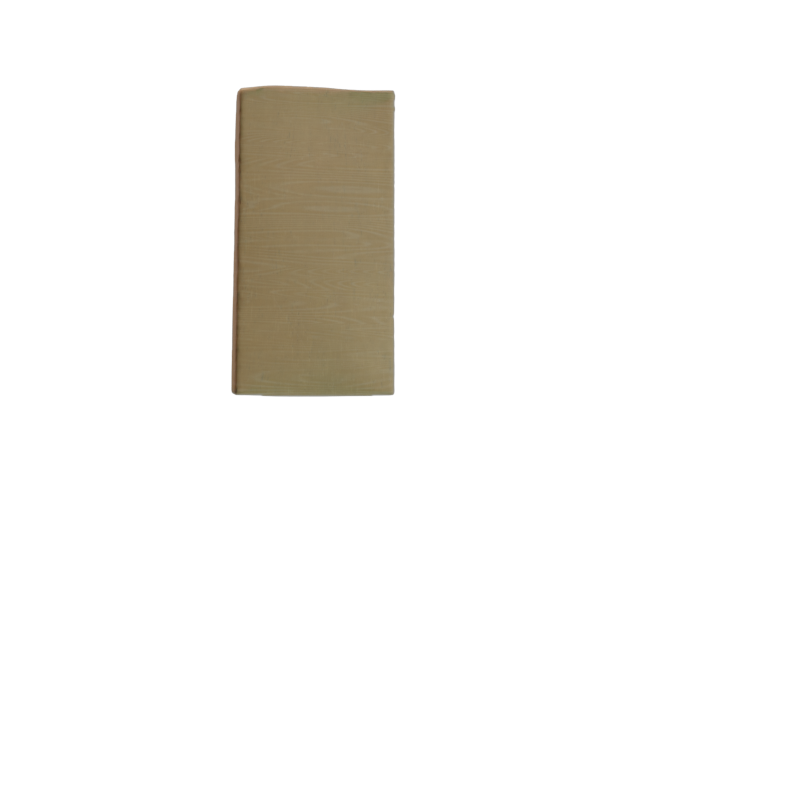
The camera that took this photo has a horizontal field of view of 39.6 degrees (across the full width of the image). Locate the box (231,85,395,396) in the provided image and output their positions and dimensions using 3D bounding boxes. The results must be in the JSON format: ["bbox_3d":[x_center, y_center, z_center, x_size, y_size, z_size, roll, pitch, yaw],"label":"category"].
[{"bbox_3d":[-0.050,-0.092,0.642,0.092,0.178,0.048,0,-3,-7],"label":"box"}]
